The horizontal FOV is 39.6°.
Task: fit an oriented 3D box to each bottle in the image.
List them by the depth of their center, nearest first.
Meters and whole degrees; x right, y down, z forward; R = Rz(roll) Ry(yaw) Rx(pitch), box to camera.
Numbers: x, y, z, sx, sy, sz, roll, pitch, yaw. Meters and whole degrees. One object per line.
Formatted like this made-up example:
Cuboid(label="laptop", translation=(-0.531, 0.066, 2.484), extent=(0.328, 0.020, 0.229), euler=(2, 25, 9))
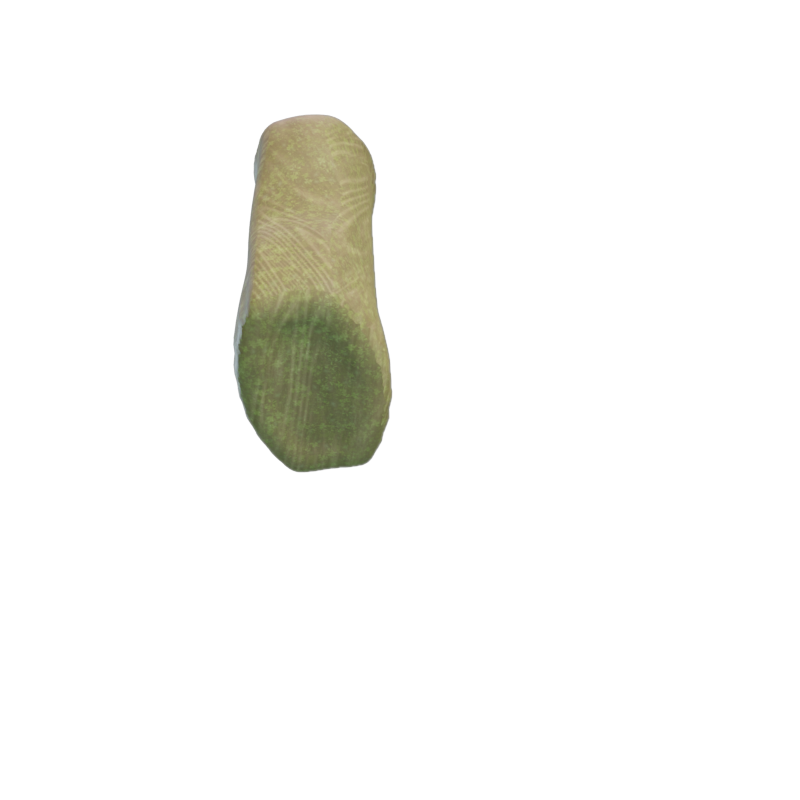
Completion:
Cuboid(label="bottle", translation=(-0.038, -0.069, 0.485), extent=(0.059, 0.089, 0.206), euler=(-9, 40, 4))
